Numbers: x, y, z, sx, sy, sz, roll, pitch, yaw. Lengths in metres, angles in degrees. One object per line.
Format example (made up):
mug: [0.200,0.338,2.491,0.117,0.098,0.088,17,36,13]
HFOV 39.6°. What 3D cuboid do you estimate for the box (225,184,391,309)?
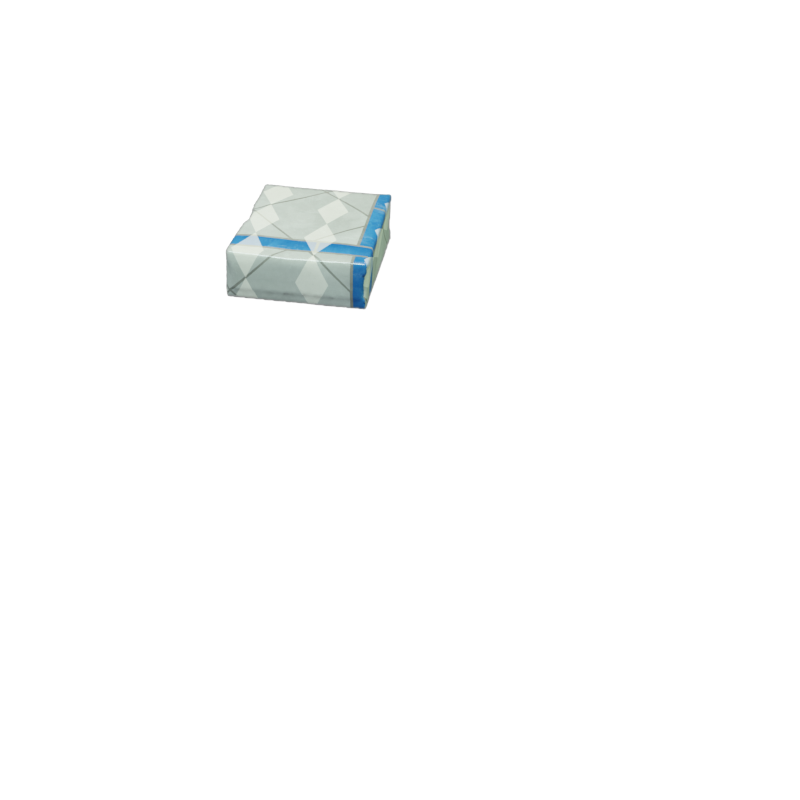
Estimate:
box: [-0.046,-0.084,0.591,0.074,0.028,0.093,5,33,8]
